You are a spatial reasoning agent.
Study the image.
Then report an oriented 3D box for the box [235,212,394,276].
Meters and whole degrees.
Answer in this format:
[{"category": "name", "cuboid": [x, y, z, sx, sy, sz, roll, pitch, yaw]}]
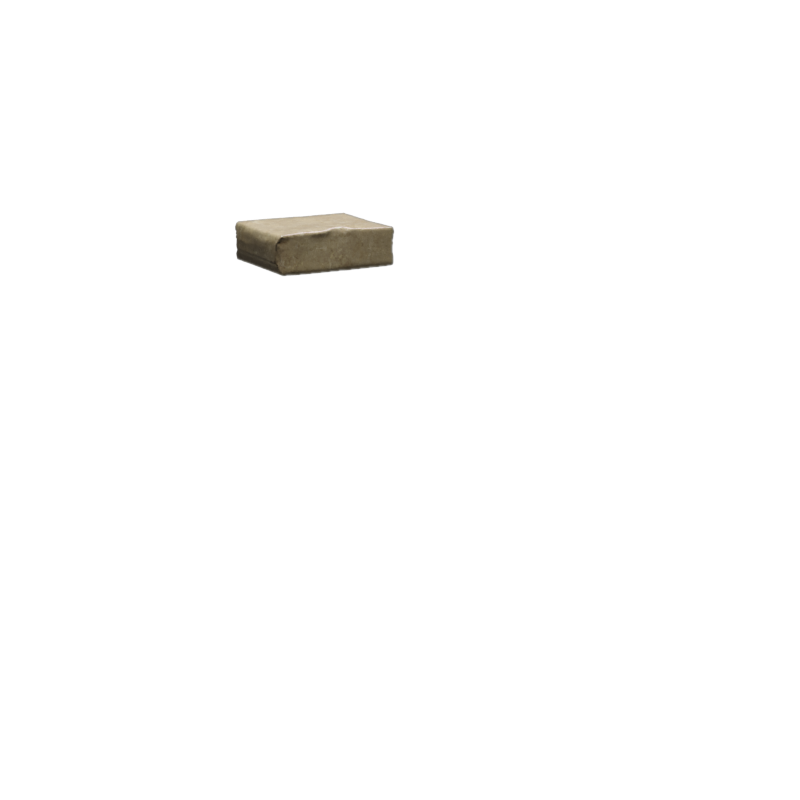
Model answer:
[{"category": "box", "cuboid": [-0.060, -0.109, 0.766, 0.087, 0.029, 0.077, -9, 19, -27]}]
